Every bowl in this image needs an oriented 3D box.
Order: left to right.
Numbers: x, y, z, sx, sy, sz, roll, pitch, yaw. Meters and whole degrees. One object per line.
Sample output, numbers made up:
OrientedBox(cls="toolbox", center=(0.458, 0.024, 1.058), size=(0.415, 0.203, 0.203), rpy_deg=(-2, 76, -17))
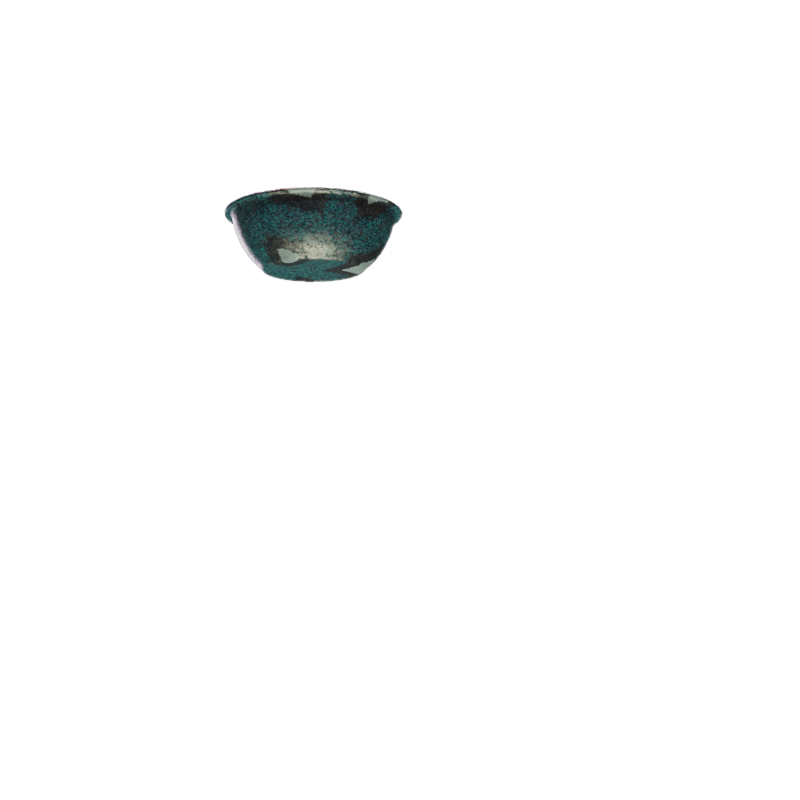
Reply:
OrientedBox(cls="bowl", center=(-0.078, -0.143, 0.999), size=(0.162, 0.057, 0.158), rpy_deg=(0, -8, -2))
